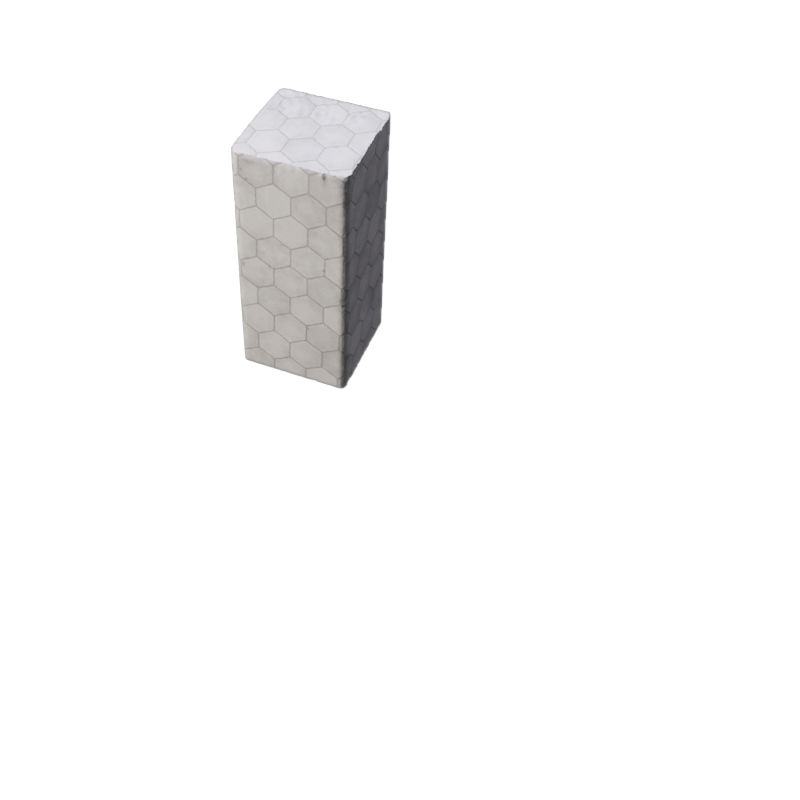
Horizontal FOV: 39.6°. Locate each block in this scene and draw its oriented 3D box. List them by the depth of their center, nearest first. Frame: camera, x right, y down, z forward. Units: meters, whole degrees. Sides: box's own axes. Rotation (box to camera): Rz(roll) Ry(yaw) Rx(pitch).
[{"bbox_3d":[-0.067,-0.120,0.844,0.093,0.192,0.094,17,45,13],"label":"block"}]
